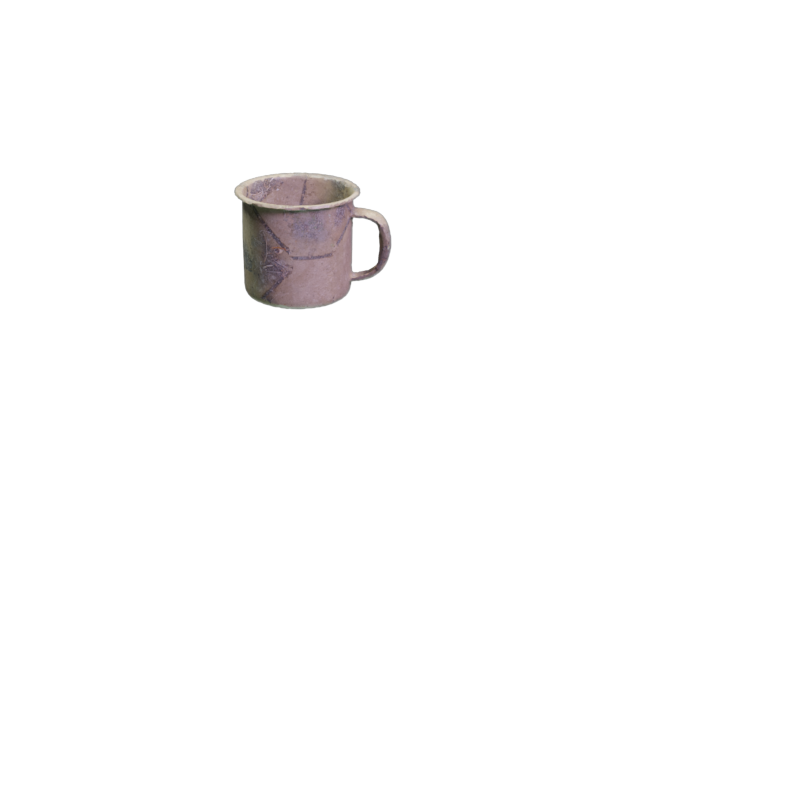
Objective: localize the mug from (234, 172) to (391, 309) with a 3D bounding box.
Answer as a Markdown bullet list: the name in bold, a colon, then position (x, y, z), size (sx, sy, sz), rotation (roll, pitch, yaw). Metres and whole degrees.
- **mug**: position (-0.065, -0.118, 0.827), size (0.119, 0.078, 0.097), rotation (4, 24, 8)
